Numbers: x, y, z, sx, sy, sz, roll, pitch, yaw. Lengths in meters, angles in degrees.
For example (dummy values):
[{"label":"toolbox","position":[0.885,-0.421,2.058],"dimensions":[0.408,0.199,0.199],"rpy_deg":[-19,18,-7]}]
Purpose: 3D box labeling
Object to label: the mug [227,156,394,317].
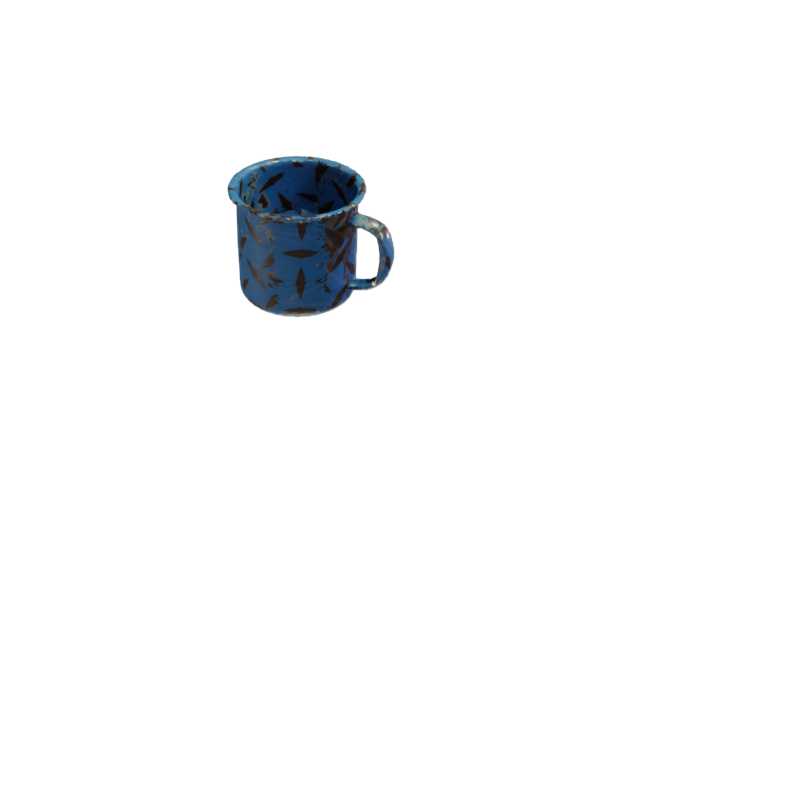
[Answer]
[{"label":"mug","position":[-0.059,-0.108,0.755],"dimensions":[0.121,0.076,0.096],"rpy_deg":[14,36,18]}]
